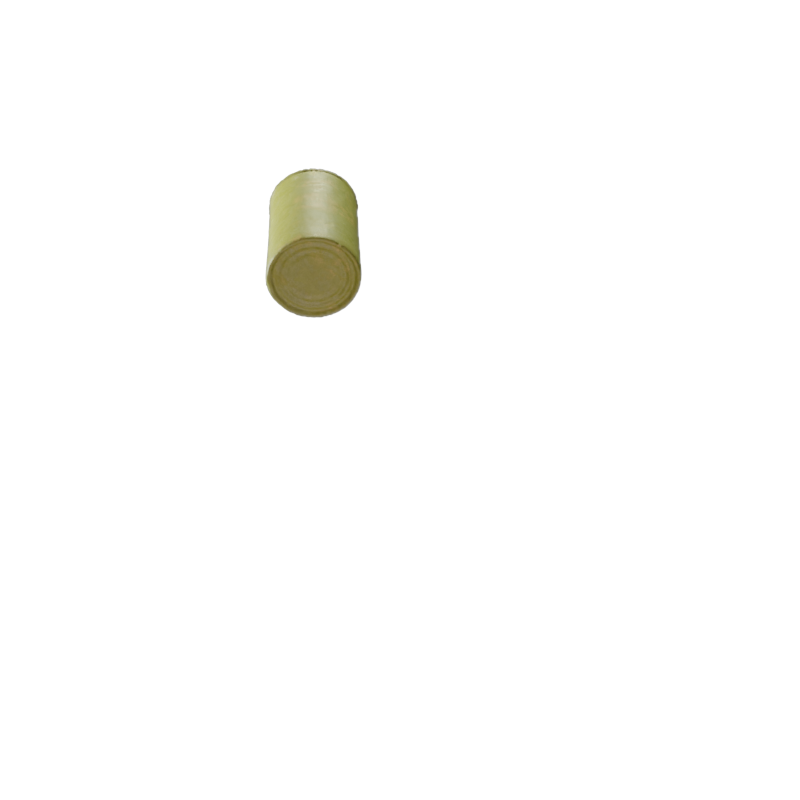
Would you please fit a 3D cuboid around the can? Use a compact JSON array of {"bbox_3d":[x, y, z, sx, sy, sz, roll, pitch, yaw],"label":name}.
[{"bbox_3d":[-0.063,-0.115,0.803,0.068,0.064,0.109,-1,35,-3],"label":"can"}]
